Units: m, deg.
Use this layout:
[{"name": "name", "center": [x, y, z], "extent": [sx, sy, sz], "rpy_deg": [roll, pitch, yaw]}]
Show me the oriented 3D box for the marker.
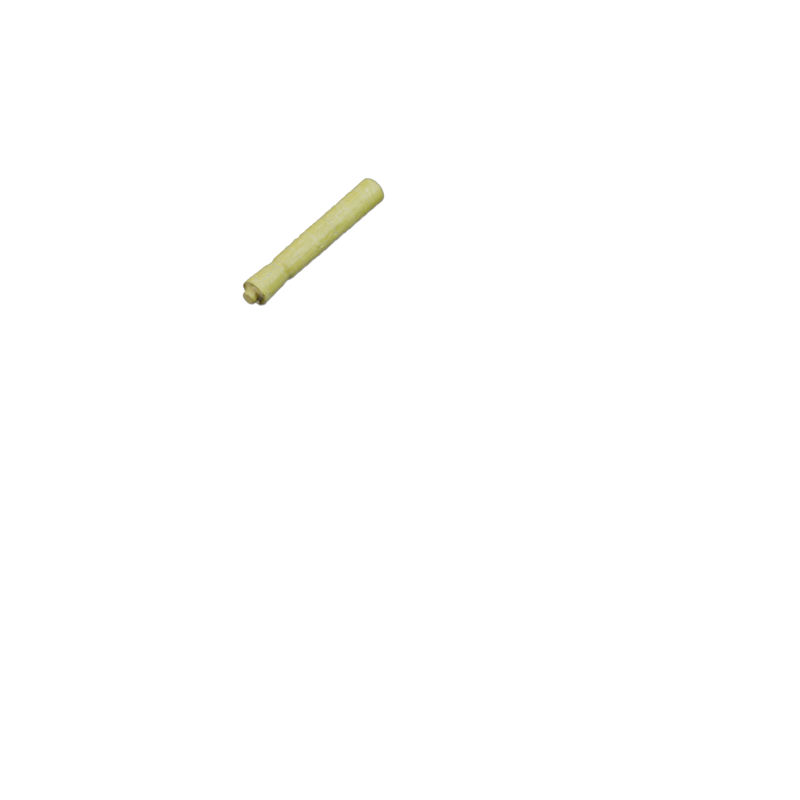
[{"name": "marker", "center": [-0.055, -0.100, 0.698], "extent": [0.021, 0.019, 0.123], "rpy_deg": [4, 42, 50]}]
